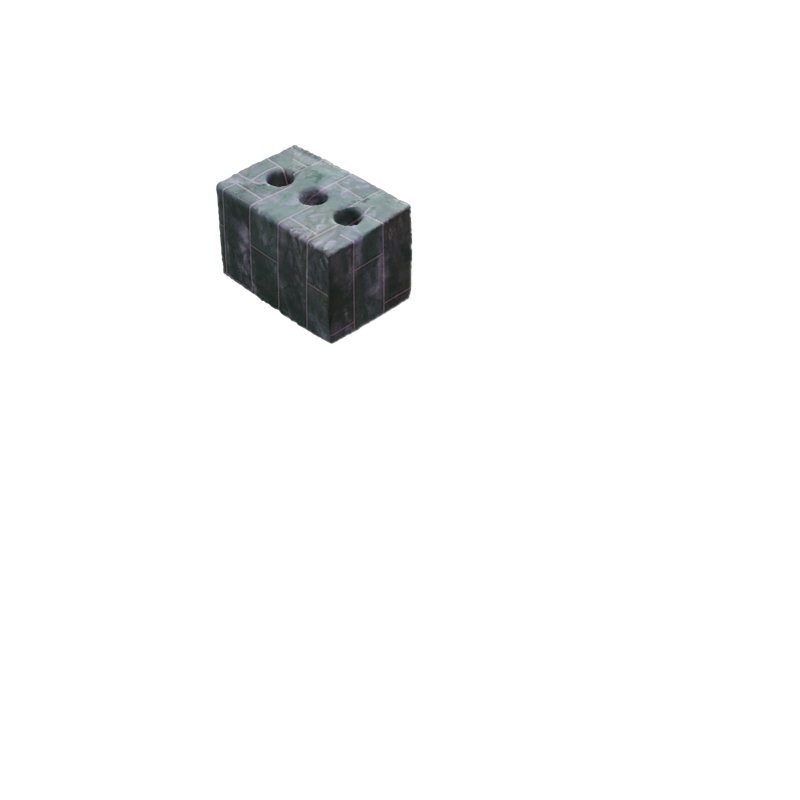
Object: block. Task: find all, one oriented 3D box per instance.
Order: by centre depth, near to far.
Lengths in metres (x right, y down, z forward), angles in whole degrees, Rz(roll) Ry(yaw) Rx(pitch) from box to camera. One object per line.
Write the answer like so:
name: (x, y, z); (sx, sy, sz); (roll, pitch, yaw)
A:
block: (-0.040, -0.073, 0.509); (0.083, 0.048, 0.053); (32, 48, 32)
